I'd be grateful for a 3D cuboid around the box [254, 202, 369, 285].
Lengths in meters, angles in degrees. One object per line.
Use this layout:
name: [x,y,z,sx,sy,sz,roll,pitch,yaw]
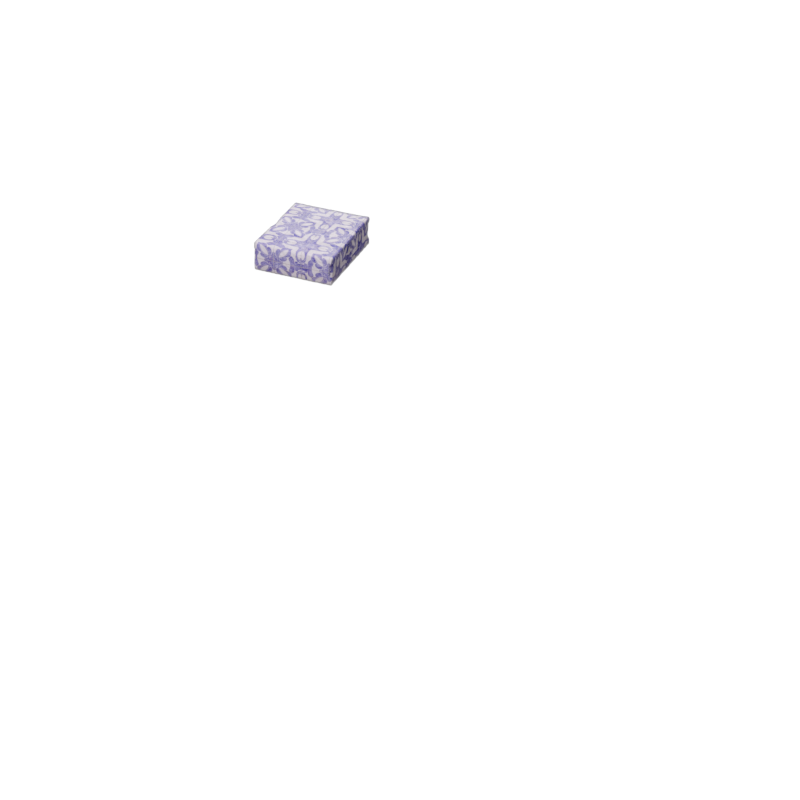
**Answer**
box: [-0.076,-0.138,0.966,0.076,0.028,0.092,13,36,18]
